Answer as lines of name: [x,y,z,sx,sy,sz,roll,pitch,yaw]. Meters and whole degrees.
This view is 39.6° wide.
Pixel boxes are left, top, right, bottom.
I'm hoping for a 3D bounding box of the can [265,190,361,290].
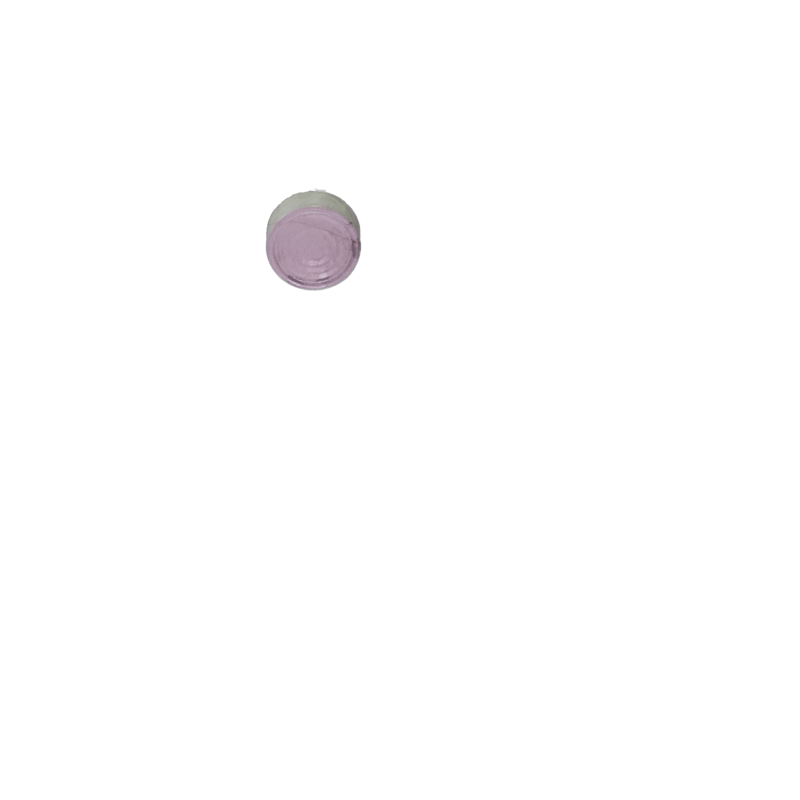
can: [-0.077,-0.141,0.990,0.086,0.081,0.036,1,28,-1]
